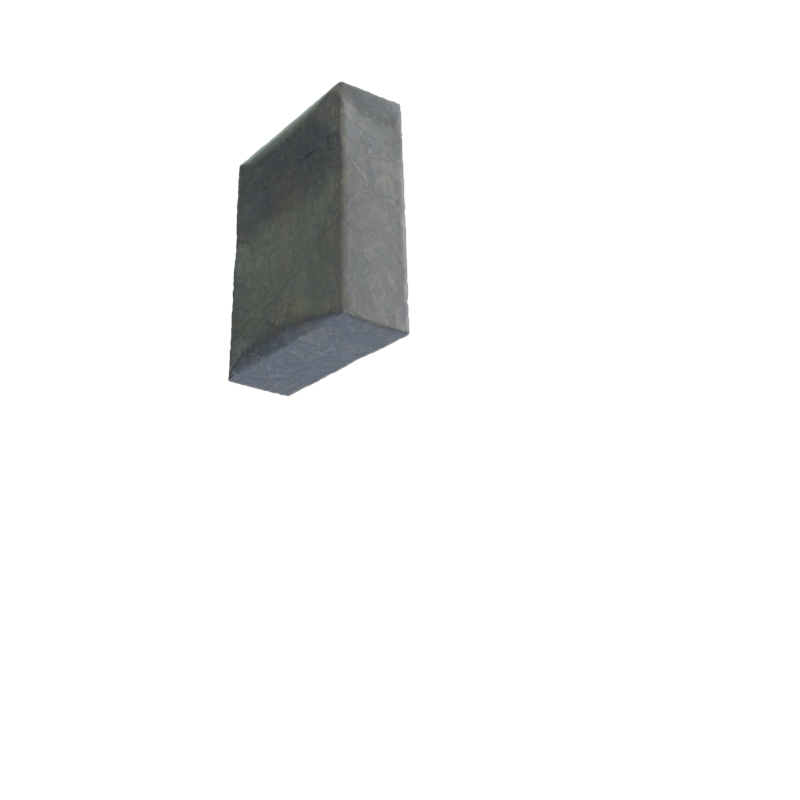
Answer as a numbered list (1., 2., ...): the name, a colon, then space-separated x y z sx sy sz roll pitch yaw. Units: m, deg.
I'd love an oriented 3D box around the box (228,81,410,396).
1. box: -0.072 -0.131 0.919 0.068 0.226 0.164 18 -31 -35
